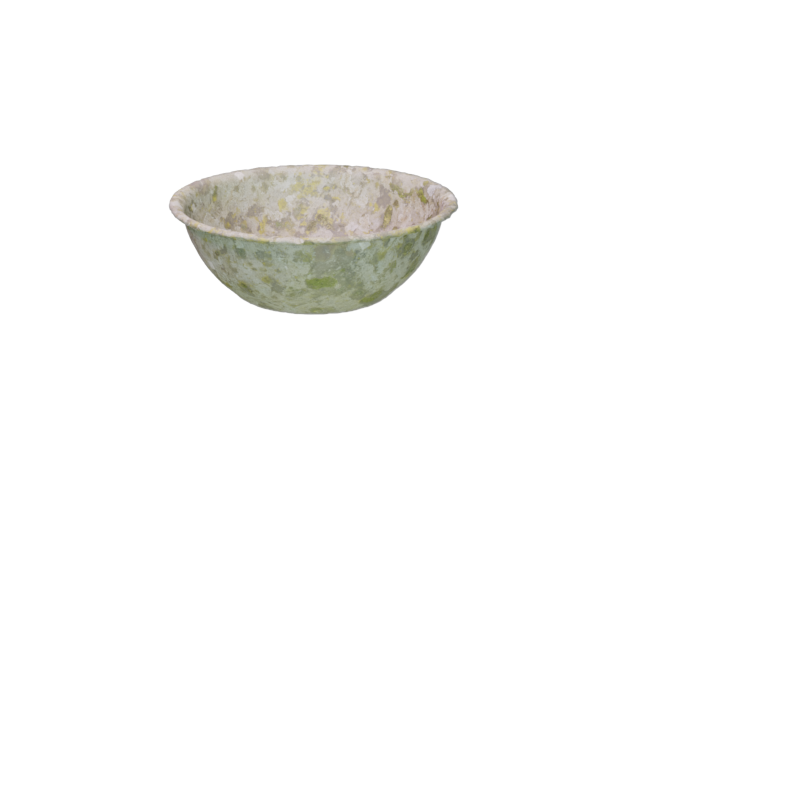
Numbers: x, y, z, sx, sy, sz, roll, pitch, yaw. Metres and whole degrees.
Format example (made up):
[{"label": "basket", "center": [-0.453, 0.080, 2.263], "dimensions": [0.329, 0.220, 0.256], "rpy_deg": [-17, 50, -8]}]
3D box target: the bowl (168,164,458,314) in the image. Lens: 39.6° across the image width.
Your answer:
[{"label": "bowl", "center": [-0.049, -0.090, 0.631], "dimensions": [0.162, 0.052, 0.170], "rpy_deg": [-1, 24, -2]}]
